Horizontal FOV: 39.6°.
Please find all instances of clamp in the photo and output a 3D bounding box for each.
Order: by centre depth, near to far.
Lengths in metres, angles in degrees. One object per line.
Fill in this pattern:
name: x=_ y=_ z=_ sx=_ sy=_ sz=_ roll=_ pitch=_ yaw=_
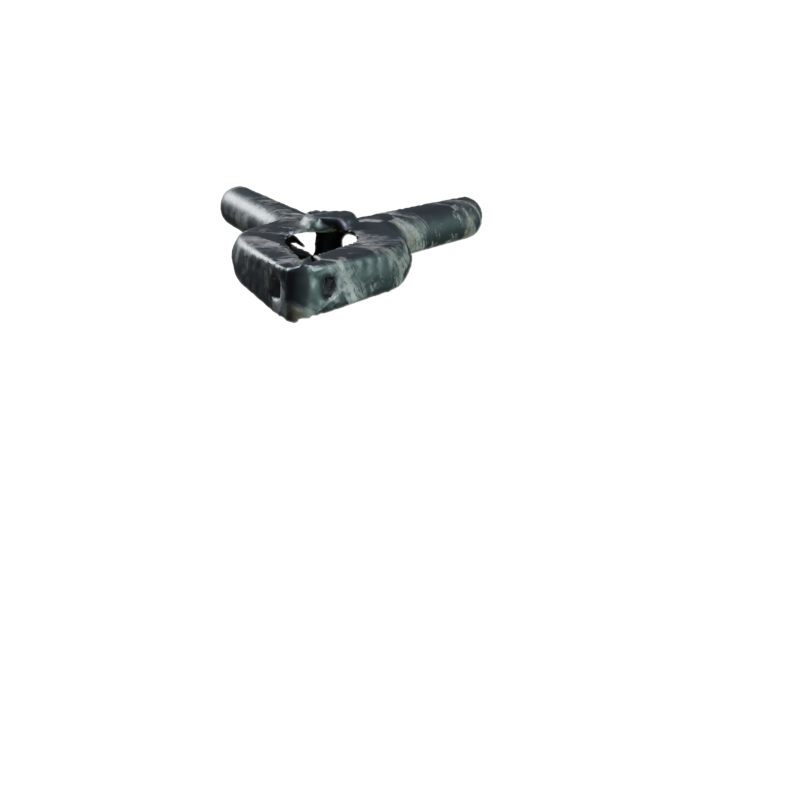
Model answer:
clamp: x=-0.049 y=-0.089 z=0.621 sx=0.168 sy=0.035 sz=0.214 roll=5 pitch=21 yaw=12
